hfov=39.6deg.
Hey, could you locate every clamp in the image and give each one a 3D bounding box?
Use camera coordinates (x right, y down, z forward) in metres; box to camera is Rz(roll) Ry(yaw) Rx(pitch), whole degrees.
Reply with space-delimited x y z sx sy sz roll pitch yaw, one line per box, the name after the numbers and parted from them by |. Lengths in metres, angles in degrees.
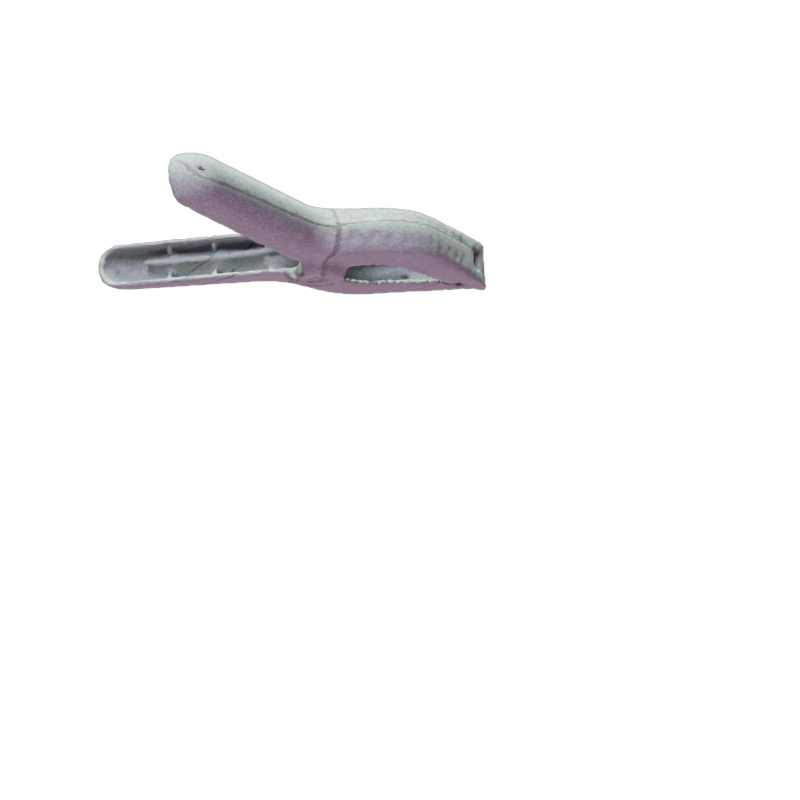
-0.045 -0.083 0.580 0.205 0.038 0.163 3 -10 -16 | clamp
